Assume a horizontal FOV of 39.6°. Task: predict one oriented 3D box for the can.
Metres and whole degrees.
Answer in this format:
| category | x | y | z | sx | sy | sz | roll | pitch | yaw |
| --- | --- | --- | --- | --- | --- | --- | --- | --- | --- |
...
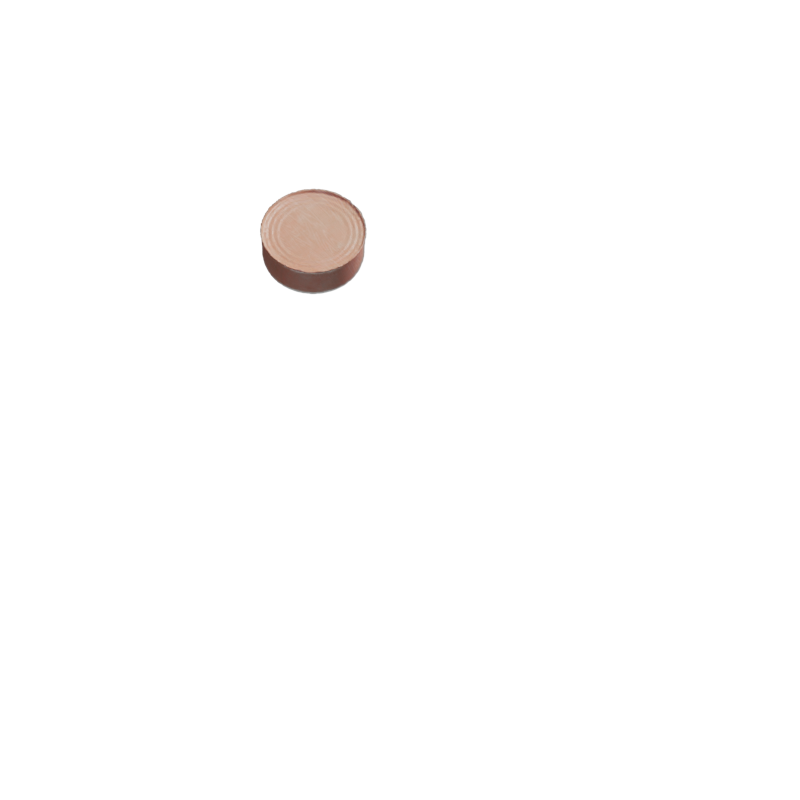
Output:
| category | x | y | z | sx | sy | sz | roll | pitch | yaw |
| --- | --- | --- | --- | --- | --- | --- | --- | --- | --- |
| can | -0.071 | -0.129 | 0.905 | 0.086 | 0.092 | 0.031 | -1 | -35 | -1 |
